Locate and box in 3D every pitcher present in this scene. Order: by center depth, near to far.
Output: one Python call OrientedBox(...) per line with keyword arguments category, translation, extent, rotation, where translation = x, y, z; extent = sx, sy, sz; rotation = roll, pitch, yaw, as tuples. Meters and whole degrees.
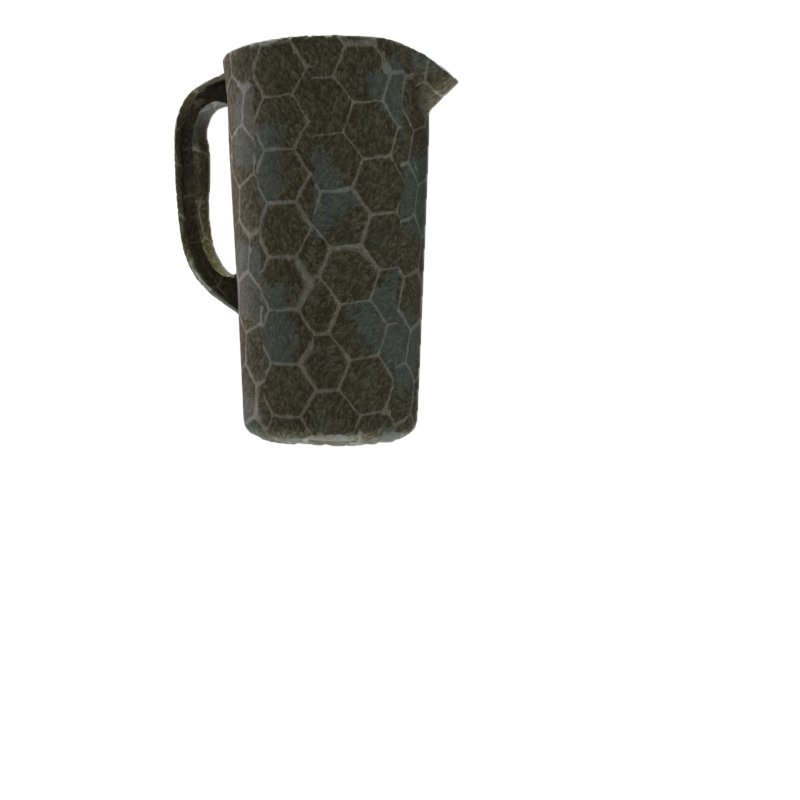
OrientedBox(category="pitcher", translation=(-0.055, -0.100, 0.697), extent=(0.140, 0.245, 0.153), rotation=(0, -1, -27))
